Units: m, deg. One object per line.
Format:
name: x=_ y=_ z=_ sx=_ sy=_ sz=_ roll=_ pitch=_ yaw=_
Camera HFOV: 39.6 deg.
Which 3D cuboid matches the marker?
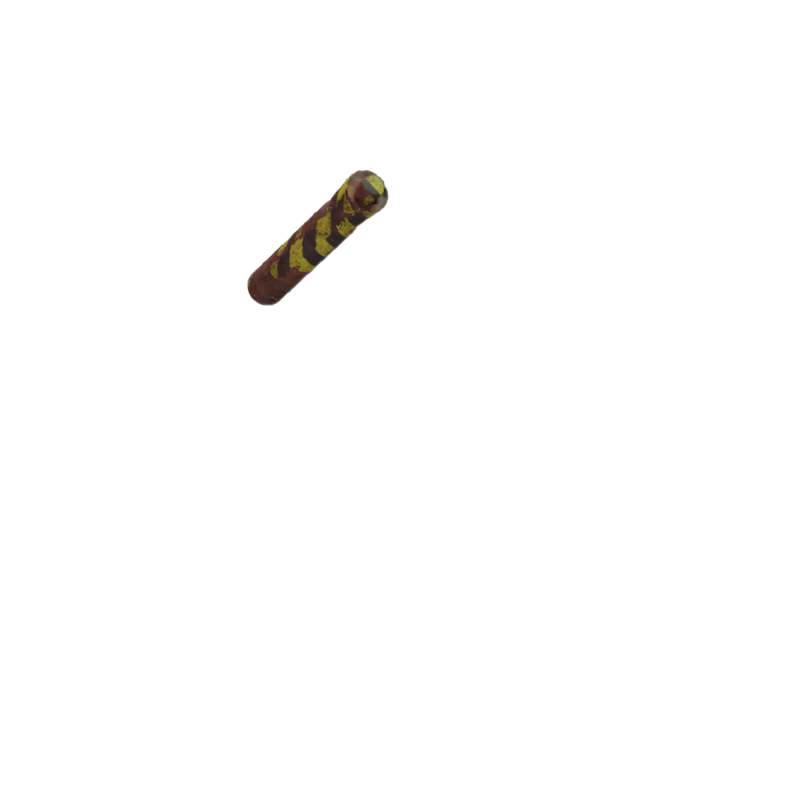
marker: x=-0.038 y=-0.069 z=0.485 sx=0.019 sy=0.021 sz=0.120 roll=-1 pitch=-14 yaw=-28
